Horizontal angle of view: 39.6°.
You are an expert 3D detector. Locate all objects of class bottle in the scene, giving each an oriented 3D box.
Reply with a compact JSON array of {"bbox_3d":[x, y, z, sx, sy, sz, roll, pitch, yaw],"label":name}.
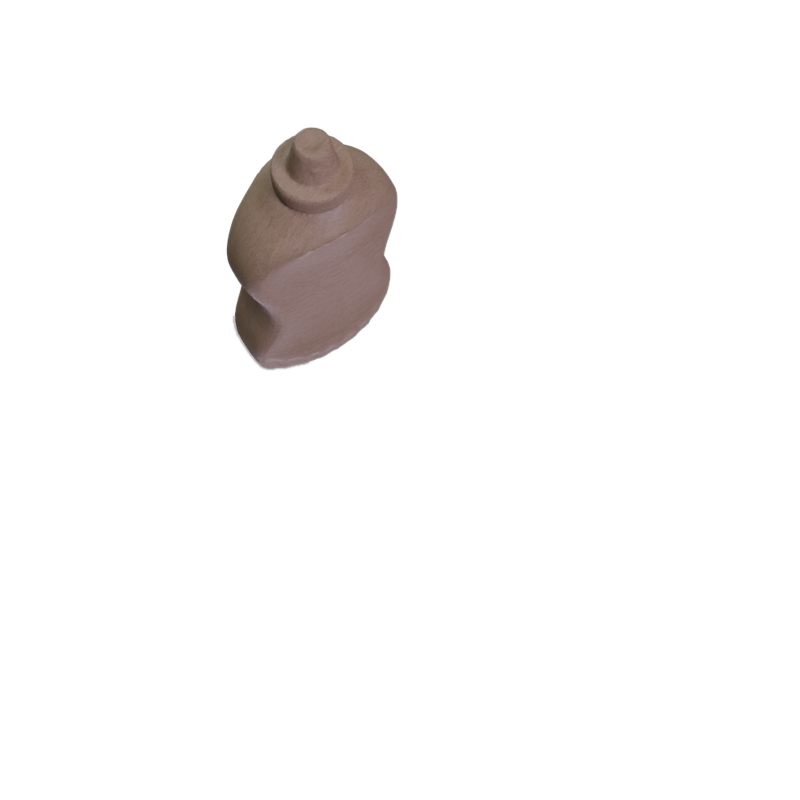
[{"bbox_3d":[-0.047,-0.086,0.598,0.096,0.061,0.182,-31,-17,-15],"label":"bottle"}]
